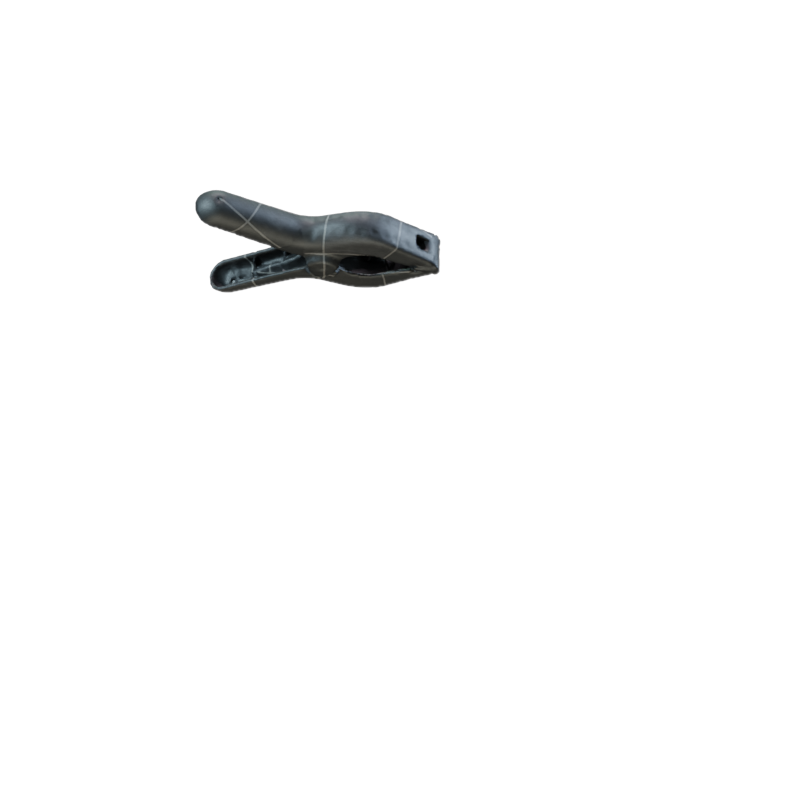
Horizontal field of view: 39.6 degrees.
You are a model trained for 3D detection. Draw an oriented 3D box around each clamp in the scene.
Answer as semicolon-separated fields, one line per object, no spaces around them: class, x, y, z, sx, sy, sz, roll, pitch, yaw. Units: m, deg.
clamp;-0.060;-0.109;0.763;0.173;0.041;0.114;-2;-17;7
